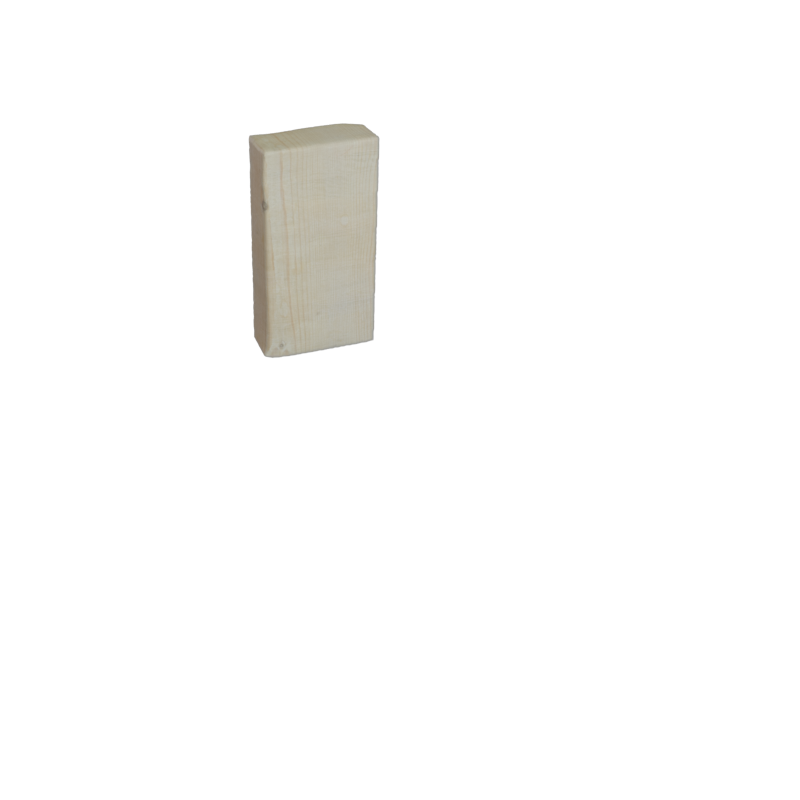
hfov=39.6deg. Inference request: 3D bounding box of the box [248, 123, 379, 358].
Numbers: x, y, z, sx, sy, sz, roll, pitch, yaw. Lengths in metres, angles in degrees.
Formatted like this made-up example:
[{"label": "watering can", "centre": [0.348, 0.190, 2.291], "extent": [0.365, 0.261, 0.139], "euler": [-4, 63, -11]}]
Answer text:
[{"label": "box", "centre": [-0.067, -0.122, 0.856], "extent": [0.092, 0.167, 0.052], "euler": [-9, 28, -20]}]
